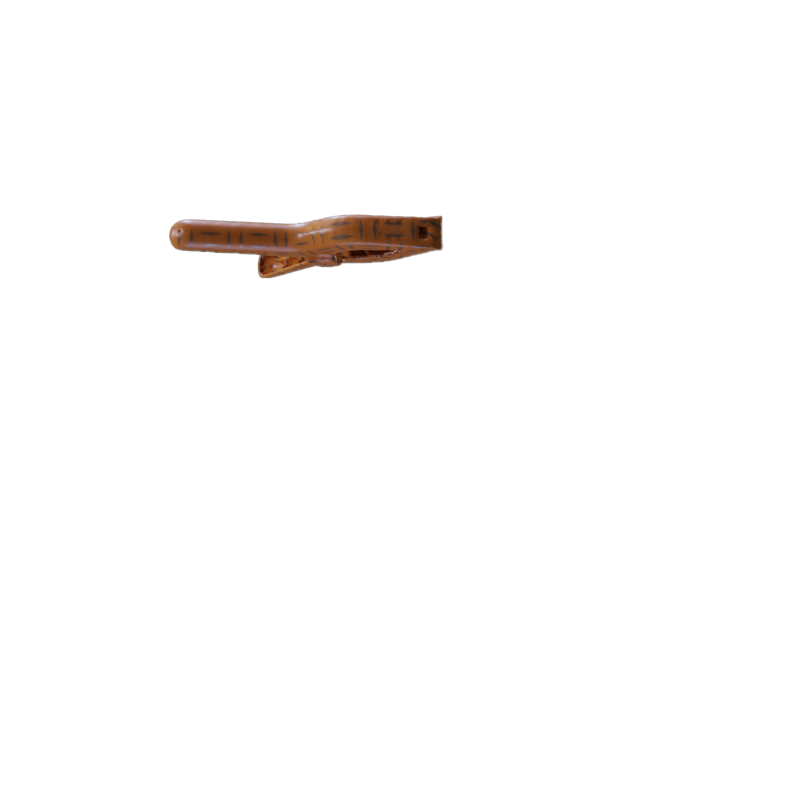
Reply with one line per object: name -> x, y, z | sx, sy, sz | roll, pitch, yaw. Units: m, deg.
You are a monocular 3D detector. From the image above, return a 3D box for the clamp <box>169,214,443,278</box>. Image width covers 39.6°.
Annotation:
clamp -> -0.071, -0.129, 0.901 | 0.216, 0.037, 0.157 | -1, -3, 29
